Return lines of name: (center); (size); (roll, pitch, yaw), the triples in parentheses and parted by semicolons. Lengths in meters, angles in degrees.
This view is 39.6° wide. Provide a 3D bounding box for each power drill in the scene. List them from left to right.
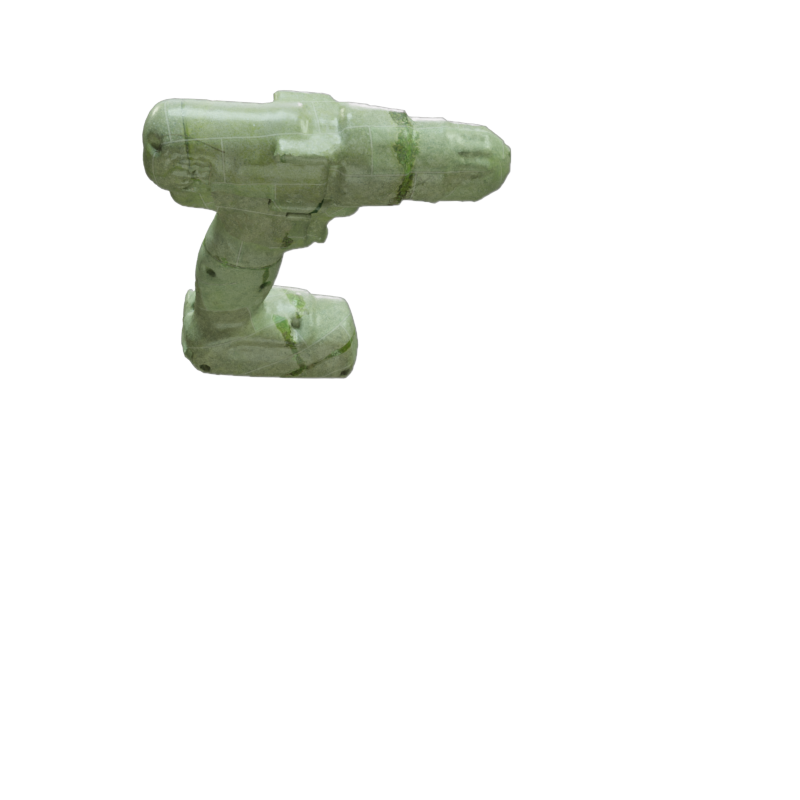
power drill: (-0.047, -0.086, 0.604); (0.183, 0.062, 0.176); (5, -39, -7)
